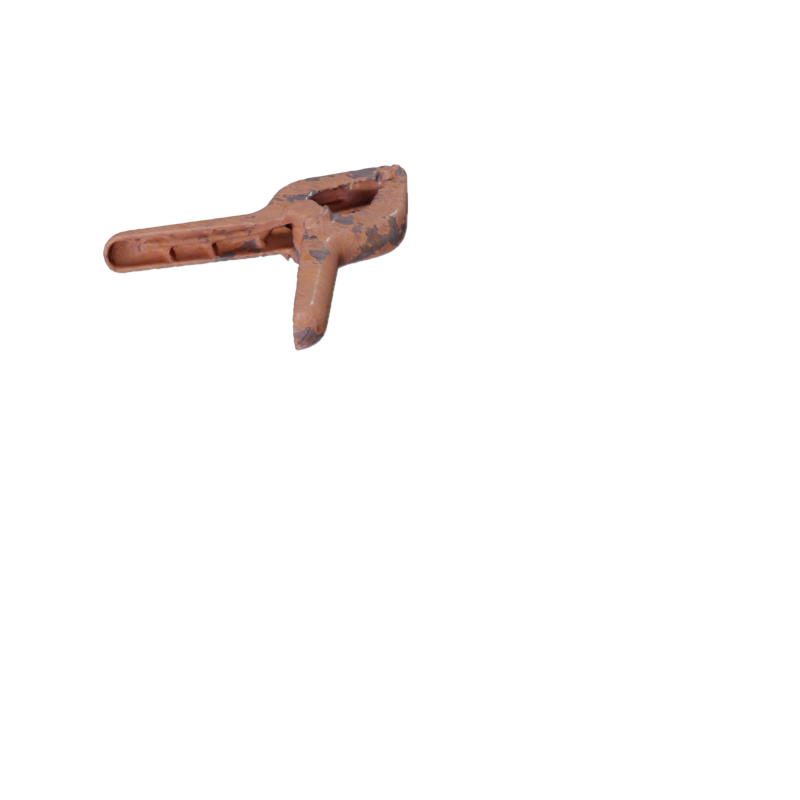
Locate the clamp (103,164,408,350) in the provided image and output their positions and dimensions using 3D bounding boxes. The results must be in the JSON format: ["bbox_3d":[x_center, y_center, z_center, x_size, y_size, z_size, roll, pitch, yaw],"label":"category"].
[{"bbox_3d":[-0.054,-0.098,0.689,0.175,0.034,0.209,28,42,36],"label":"clamp"}]
